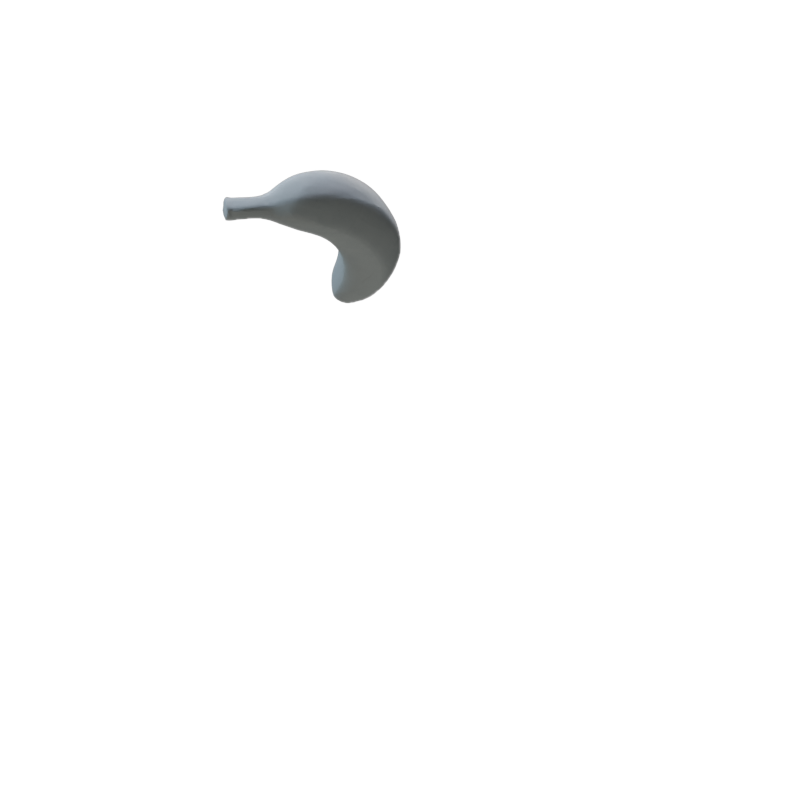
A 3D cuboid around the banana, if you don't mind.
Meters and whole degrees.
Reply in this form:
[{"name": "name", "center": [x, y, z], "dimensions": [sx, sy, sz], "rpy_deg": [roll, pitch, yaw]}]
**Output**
[{"name": "banana", "center": [-0.034, -0.095, 0.644], "dimensions": [0.071, 0.038, 0.187], "rpy_deg": [-4, -12, 16]}]
